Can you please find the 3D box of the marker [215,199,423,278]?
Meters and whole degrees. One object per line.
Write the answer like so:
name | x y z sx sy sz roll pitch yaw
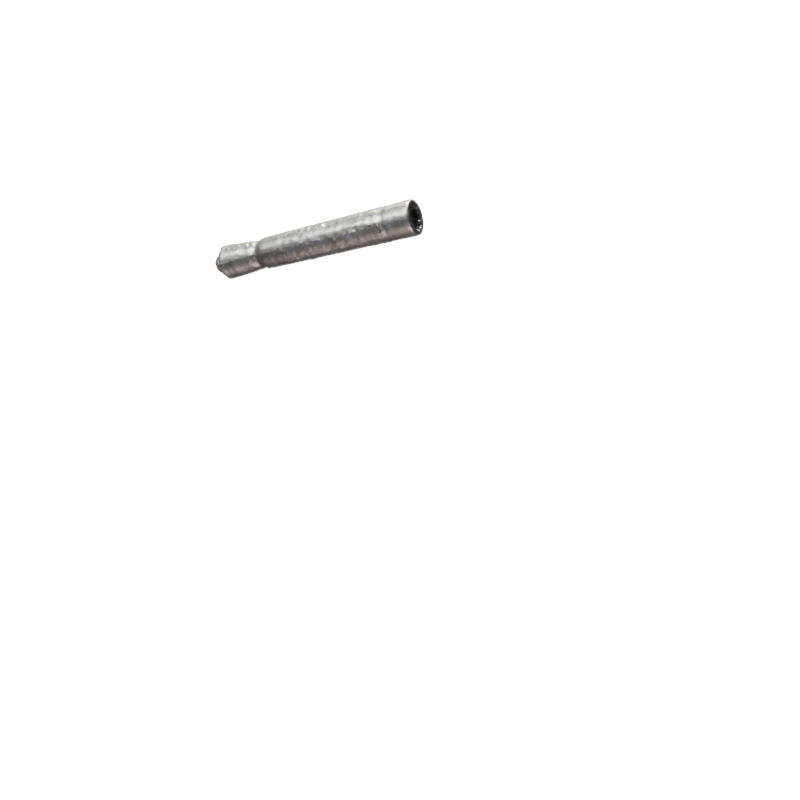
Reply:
marker | -0.046 -0.084 0.587 0.123 0.020 0.019 -9 -1 28
